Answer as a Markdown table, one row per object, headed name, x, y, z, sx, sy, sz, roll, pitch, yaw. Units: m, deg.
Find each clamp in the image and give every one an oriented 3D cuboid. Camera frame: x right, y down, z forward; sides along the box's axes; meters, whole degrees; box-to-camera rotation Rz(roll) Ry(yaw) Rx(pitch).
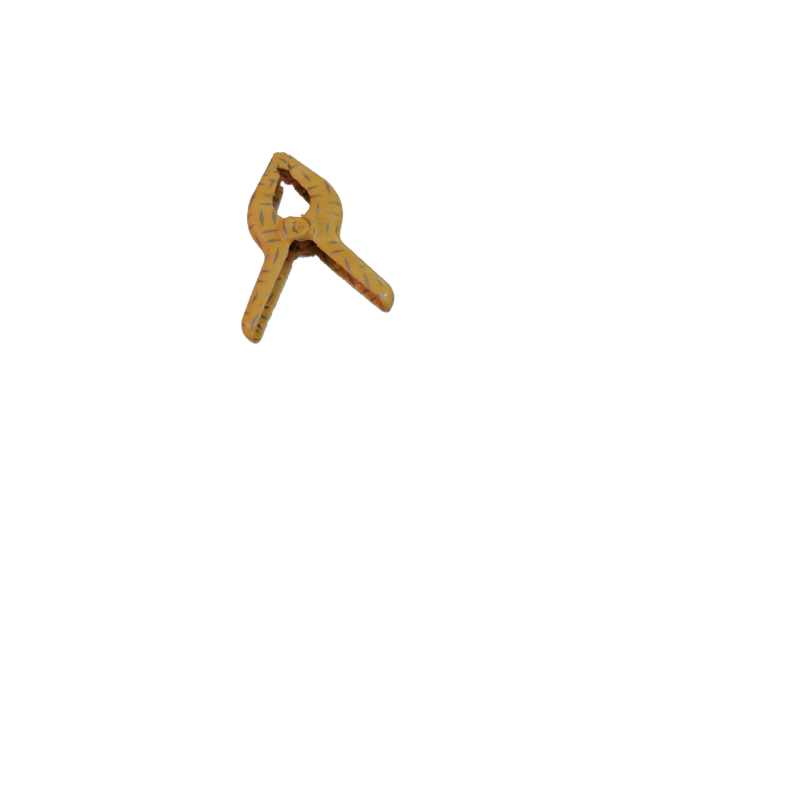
| name | x | y | z | sx | sy | sz | roll | pitch | yaw |
| --- | --- | --- | --- | --- | --- | --- | --- | --- | --- |
| clamp | -0.070 | -0.128 | 0.899 | 0.120 | 0.182 | 0.037 | -4 | -28 | -2 |
